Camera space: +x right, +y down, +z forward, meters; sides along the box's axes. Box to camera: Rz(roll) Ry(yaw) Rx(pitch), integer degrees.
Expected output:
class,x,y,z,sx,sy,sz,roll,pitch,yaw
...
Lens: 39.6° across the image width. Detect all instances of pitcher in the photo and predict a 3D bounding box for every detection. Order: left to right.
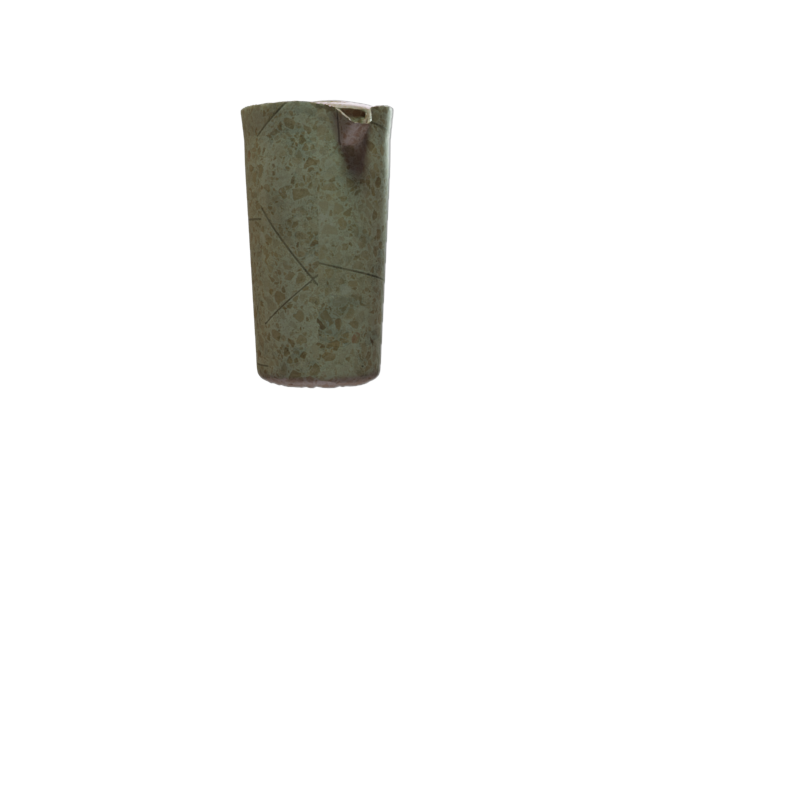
class,x,y,z,sx,sy,sz,roll,pitch,yaw
pitcher,-0.076,-0.139,0.973,0.148,0.243,0.146,1,2,16
